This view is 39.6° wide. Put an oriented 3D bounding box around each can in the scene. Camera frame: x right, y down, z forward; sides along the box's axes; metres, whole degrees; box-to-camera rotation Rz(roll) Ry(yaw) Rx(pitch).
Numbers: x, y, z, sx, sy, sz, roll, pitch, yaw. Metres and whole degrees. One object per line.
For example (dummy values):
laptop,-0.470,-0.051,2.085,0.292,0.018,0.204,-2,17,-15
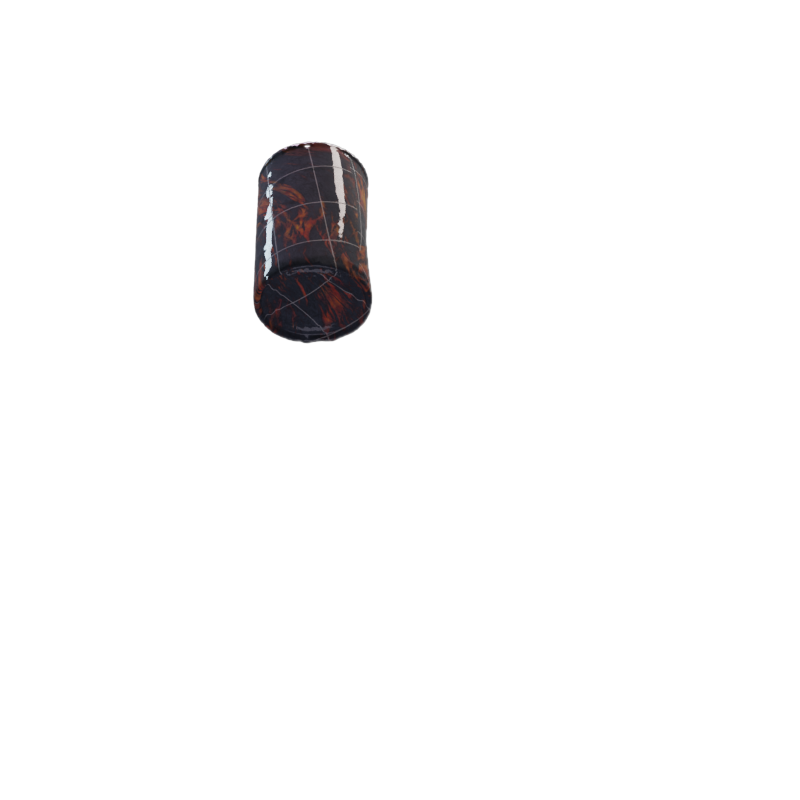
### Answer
can,-0.051,-0.092,0.646,0.068,0.110,0.064,-1,-41,-3
